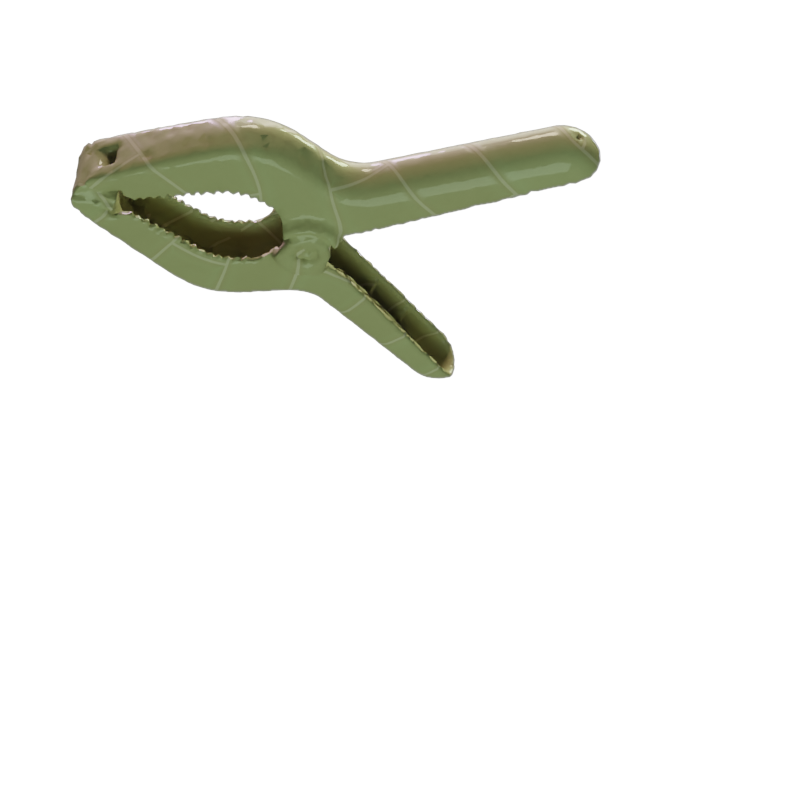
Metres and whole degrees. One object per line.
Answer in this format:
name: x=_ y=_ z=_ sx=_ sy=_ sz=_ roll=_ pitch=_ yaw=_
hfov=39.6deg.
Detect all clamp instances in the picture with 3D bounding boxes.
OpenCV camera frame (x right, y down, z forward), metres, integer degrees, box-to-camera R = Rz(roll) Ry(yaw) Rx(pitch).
clamp: x=-0.038 y=-0.070 z=0.491 sx=0.207 sy=0.039 sz=0.155 roll=7 pitch=-39 yaw=-9
